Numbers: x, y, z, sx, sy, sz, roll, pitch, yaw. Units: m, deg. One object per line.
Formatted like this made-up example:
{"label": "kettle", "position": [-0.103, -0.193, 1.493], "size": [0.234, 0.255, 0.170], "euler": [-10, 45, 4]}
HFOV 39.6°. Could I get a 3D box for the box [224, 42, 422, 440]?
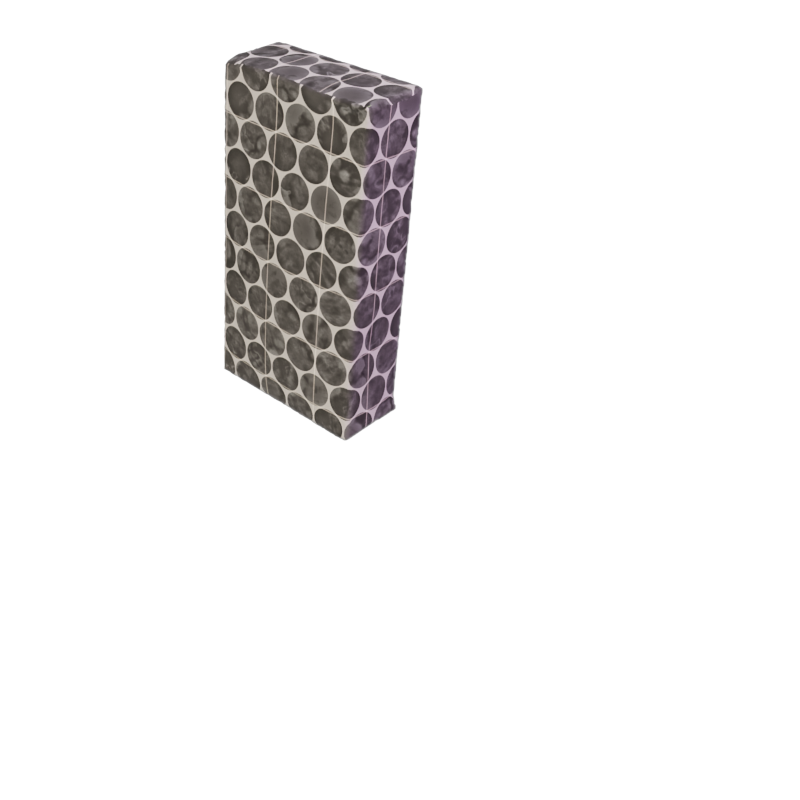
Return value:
{"label": "box", "position": [-0.043, -0.078, 0.544], "size": [0.099, 0.166, 0.048], "euler": [26, 38, 34]}
